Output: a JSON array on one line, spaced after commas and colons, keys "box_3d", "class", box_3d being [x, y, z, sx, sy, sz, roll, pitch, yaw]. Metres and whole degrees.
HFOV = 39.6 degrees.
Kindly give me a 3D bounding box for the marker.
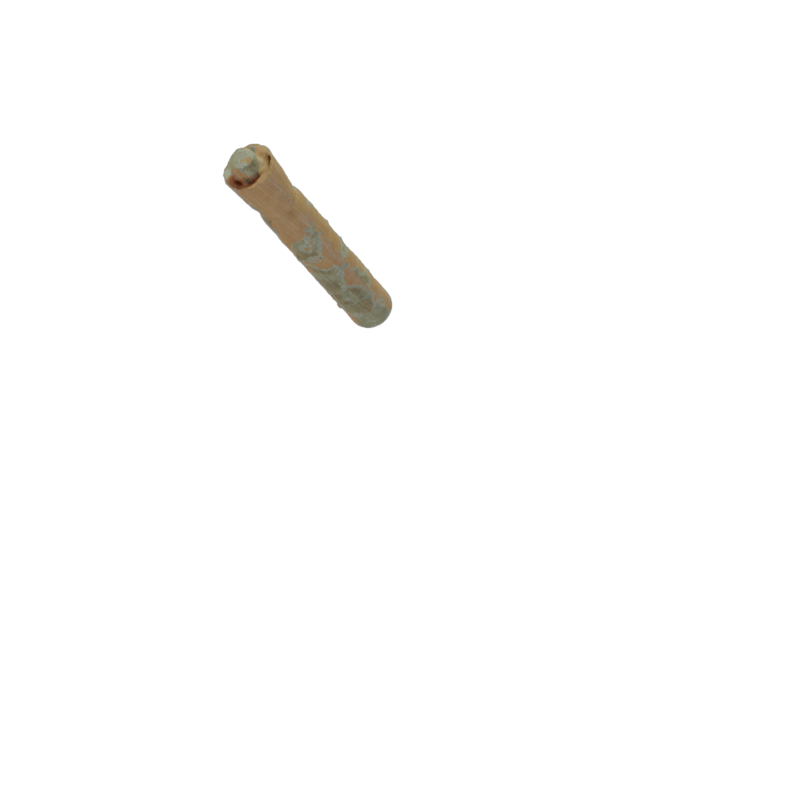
[{"box_3d": [-0.033, -0.060, 0.417, 0.020, 0.021, 0.112, 2, -21, 25], "class": "marker"}]
